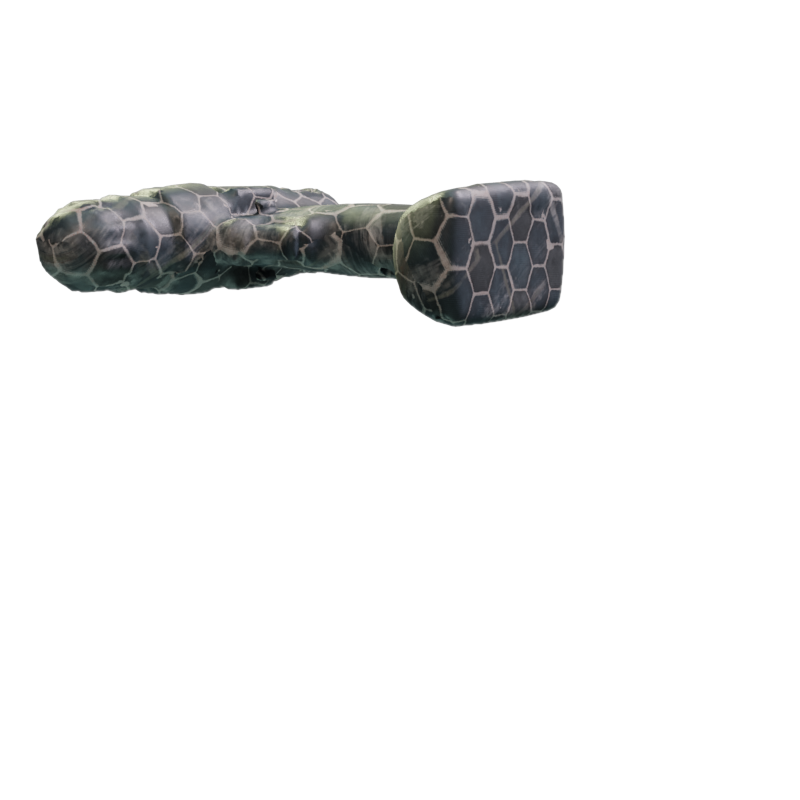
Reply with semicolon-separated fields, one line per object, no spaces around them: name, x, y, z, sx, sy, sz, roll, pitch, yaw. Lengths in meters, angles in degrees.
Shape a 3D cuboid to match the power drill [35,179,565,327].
power drill;-0.038;-0.070;0.489;0.196;0.056;0.180;10;17;36
